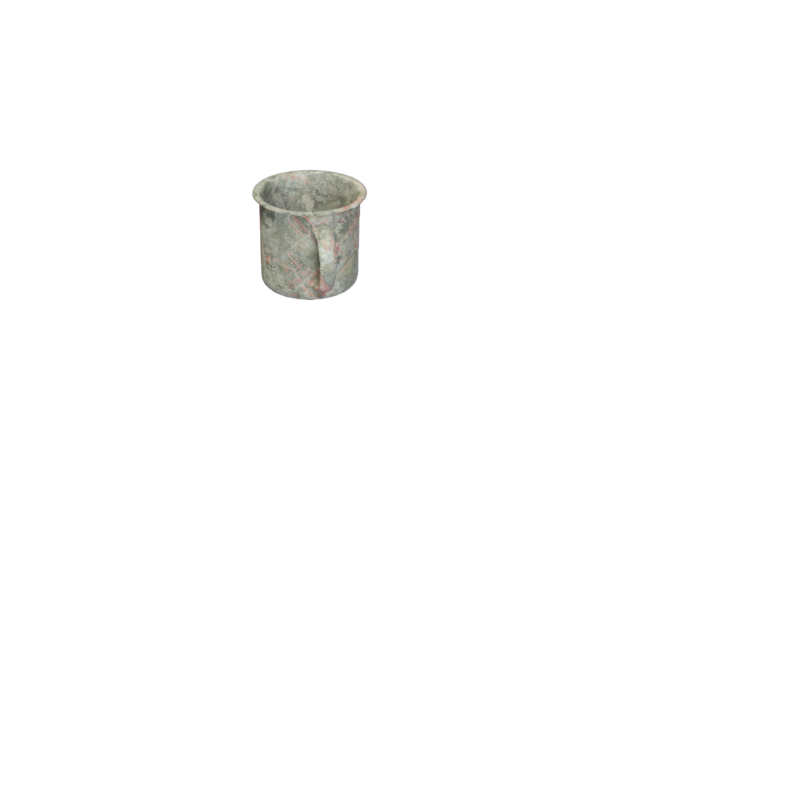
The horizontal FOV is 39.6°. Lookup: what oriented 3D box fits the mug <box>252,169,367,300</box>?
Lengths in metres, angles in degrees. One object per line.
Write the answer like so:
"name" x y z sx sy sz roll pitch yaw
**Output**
"mug" -0.071 -0.129 0.902 0.092 0.077 0.126 -8 31 -15
